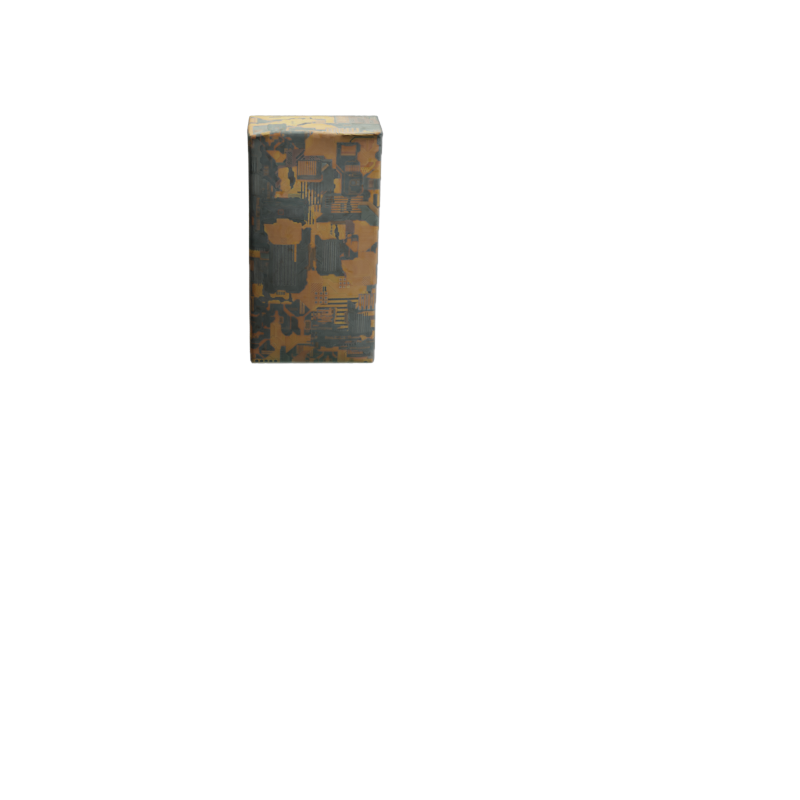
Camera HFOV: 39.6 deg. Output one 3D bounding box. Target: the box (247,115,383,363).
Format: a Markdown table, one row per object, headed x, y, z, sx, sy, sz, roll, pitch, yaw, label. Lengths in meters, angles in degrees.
| x | y | z | sx | sy | sz | roll | pitch | yaw | label |
| --- | --- | --- | --- | --- | --- | --- | --- | --- | --- |
| -0.062 | -0.112 | 0.785 | 0.093 | 0.167 | 0.051 | 0 | 27 | -3 | box |
